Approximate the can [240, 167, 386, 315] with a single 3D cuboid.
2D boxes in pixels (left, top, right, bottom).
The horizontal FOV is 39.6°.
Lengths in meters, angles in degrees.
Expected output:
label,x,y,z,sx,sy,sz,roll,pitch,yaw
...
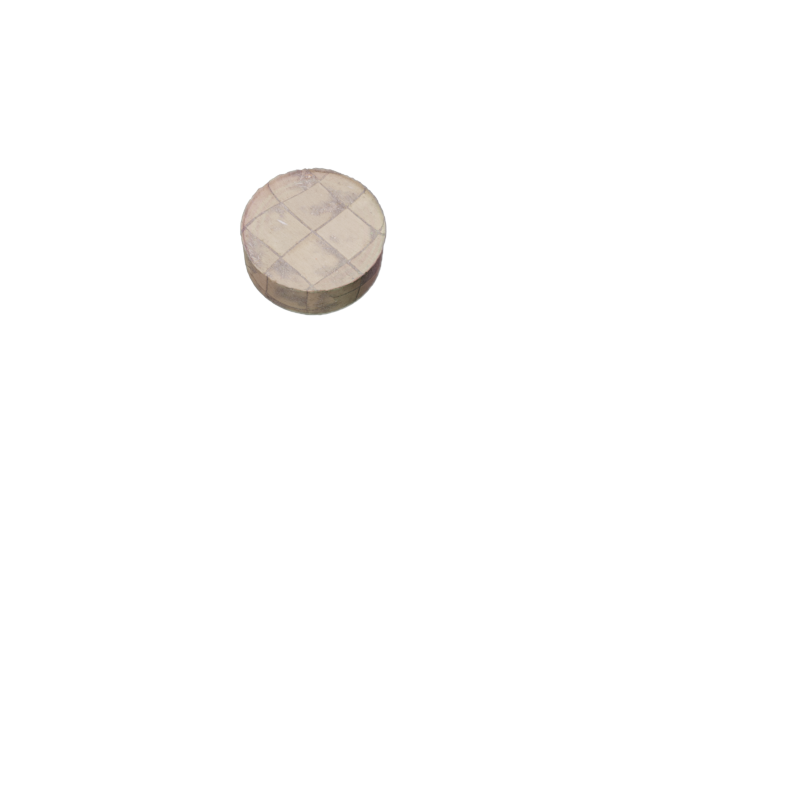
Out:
label,x,y,z,sx,sy,sz,roll,pitch,yaw
can,-0.052,-0.095,0.663,0.086,0.091,0.032,-1,-29,-1
